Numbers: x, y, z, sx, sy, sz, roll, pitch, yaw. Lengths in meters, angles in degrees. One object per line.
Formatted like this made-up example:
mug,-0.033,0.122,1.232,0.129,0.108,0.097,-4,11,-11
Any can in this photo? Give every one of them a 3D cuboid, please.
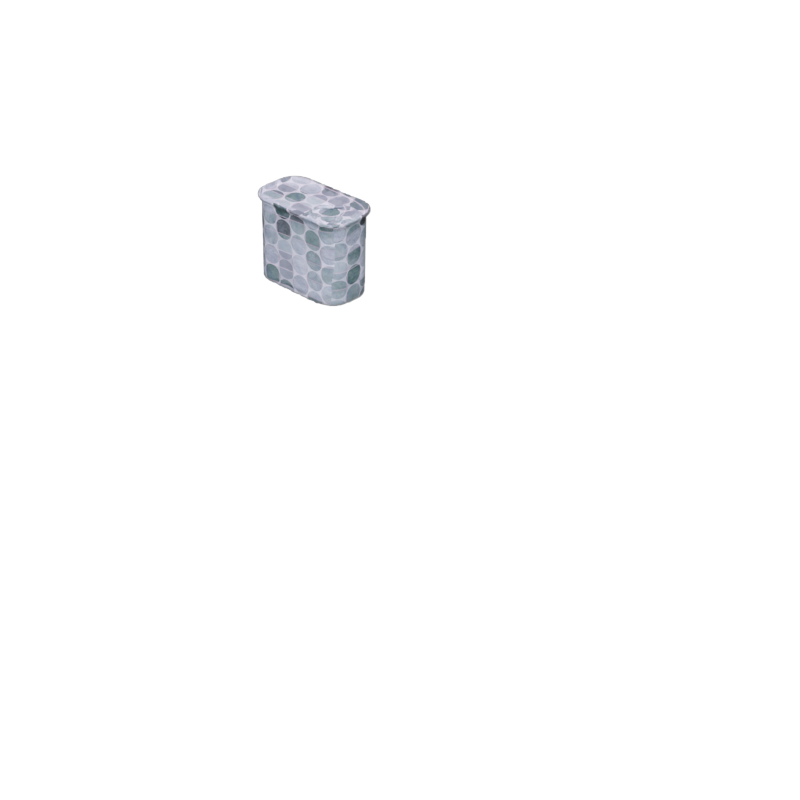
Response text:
can,-0.076,-0.139,0.972,0.108,0.079,0.057,27,40,34
